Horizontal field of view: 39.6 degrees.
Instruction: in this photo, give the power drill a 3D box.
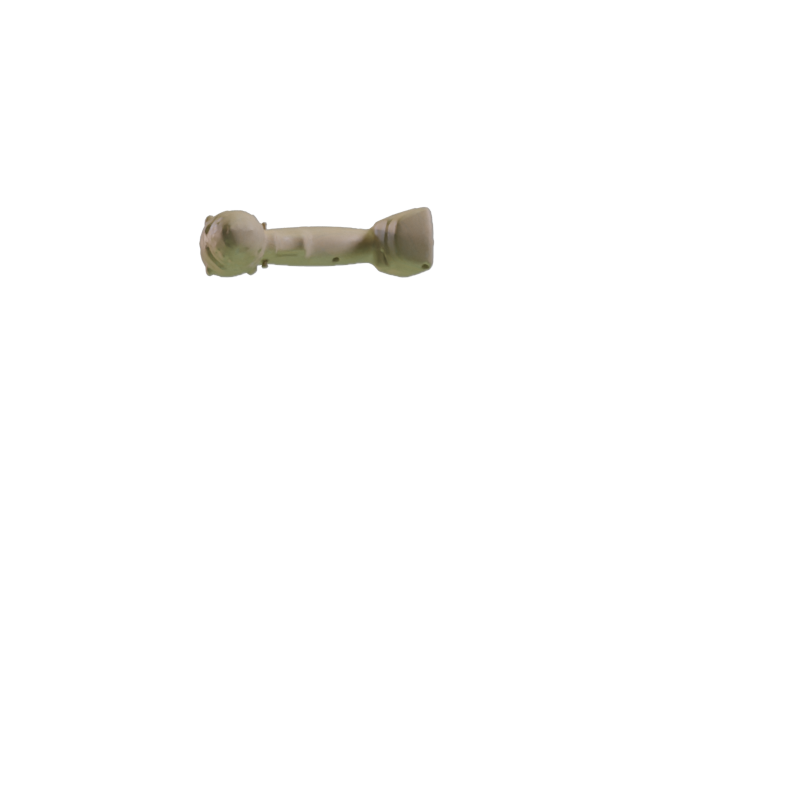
[{"bbox_3d":[-0.071,-0.130,0.912,0.185,0.057,0.187,-1,5,-11],"label":"power drill"}]
